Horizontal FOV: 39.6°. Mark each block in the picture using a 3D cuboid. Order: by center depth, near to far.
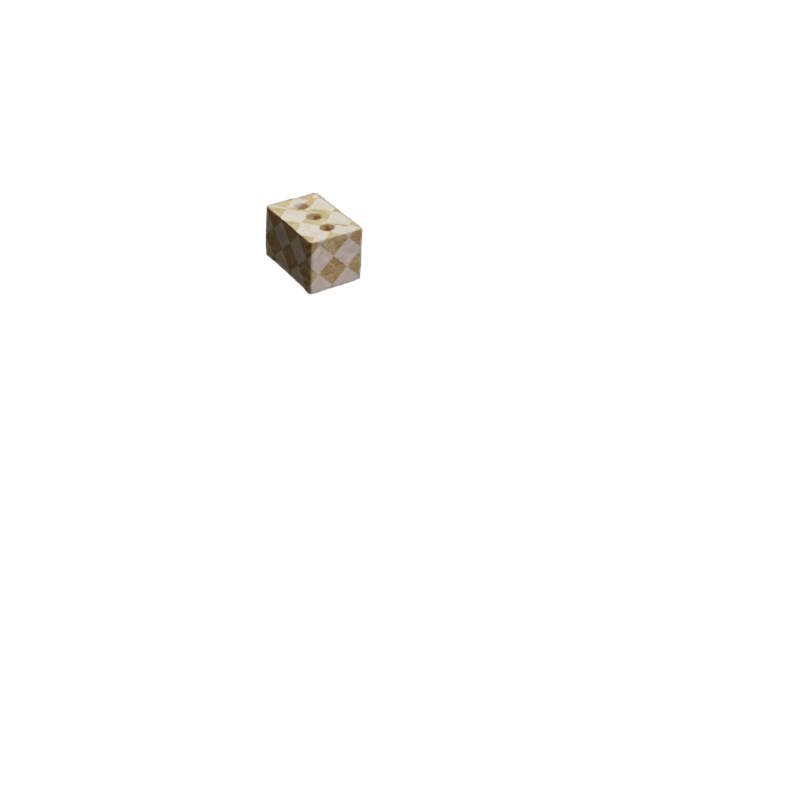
[{"bbox_3d":[-0.074,-0.135,0.945,0.052,0.048,0.084,-19,39,-27],"label":"block"}]
